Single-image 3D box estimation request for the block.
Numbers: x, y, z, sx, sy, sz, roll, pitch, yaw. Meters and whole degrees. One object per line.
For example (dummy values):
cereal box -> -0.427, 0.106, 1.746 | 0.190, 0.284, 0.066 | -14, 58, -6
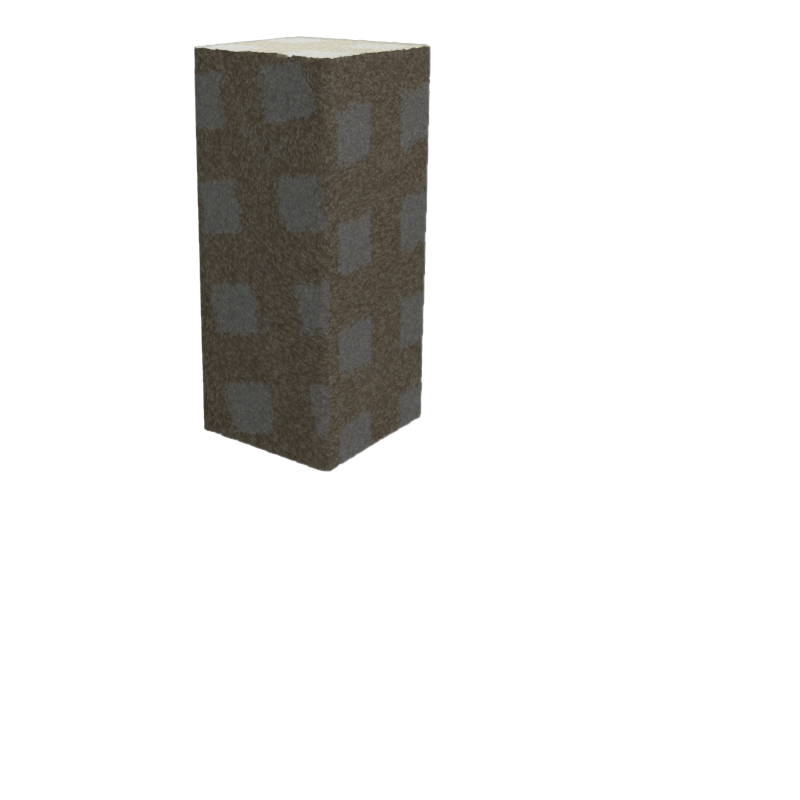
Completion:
block -> -0.046, -0.084, 0.587 | 0.095, 0.198, 0.090 | 13, 20, 33
